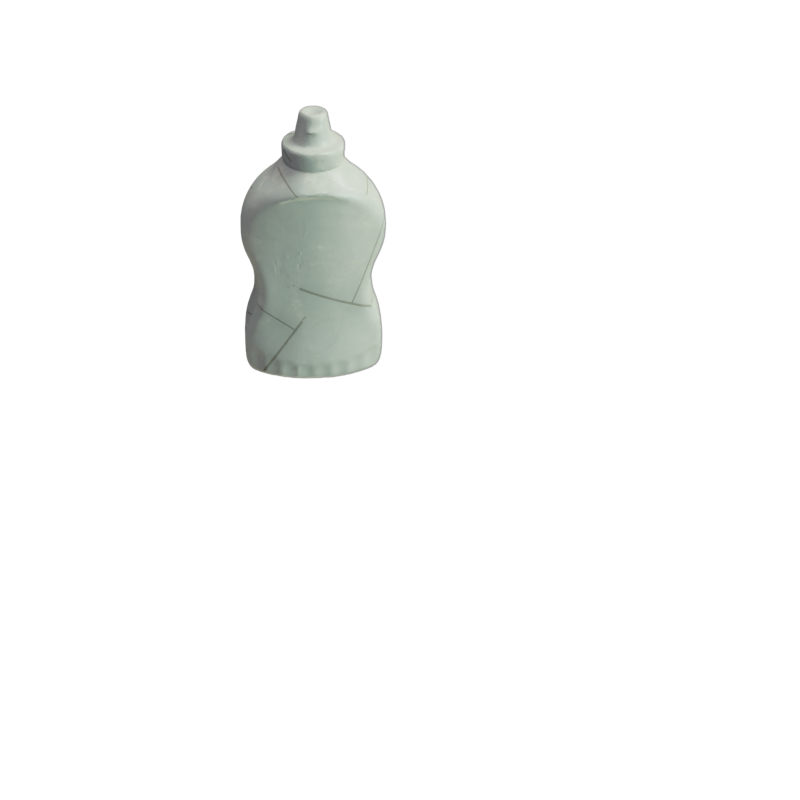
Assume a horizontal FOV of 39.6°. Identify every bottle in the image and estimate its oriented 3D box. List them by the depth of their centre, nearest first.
[{"bbox_3d":[-0.058,-0.106,0.741,0.096,0.180,0.062,1,33,-3],"label":"bottle"}]
